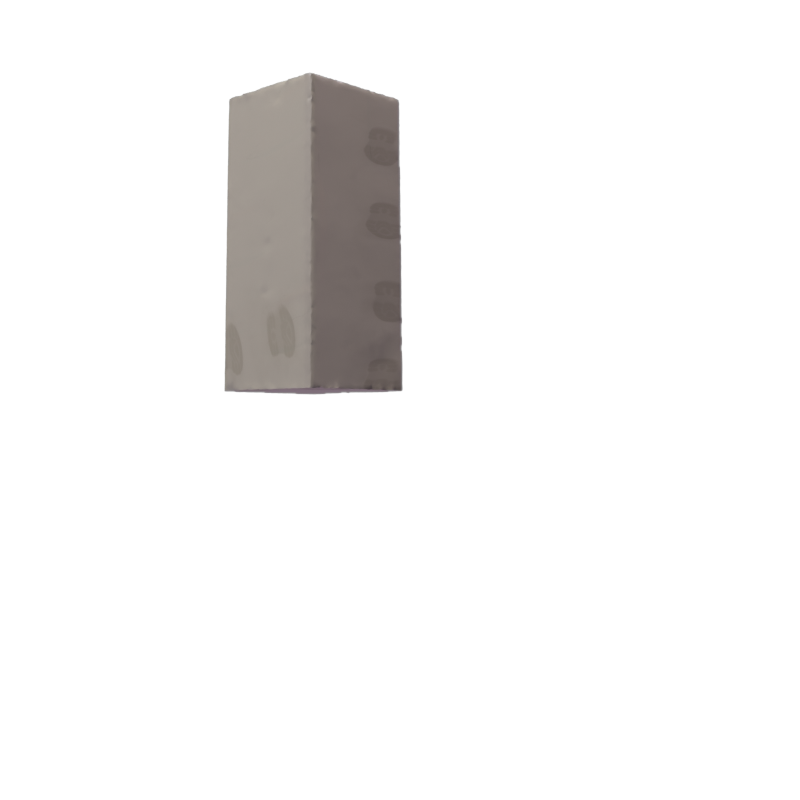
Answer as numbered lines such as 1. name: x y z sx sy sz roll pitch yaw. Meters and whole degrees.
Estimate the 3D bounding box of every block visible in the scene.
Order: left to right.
1. block: -0.061 -0.110 0.770 0.093 0.211 0.086 -9 -12 43
